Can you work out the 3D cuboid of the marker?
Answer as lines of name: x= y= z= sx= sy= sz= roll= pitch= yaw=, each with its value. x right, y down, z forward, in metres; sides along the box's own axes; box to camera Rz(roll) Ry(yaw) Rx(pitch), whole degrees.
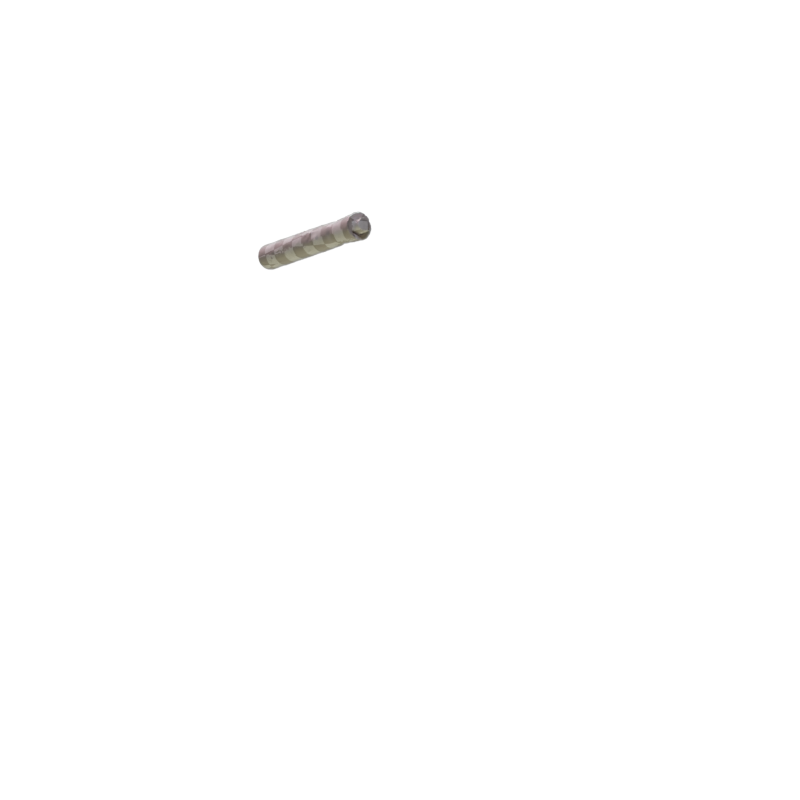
marker: x=-0.059 y=-0.107 z=0.752 sx=0.019 sy=0.020 sz=0.123 roll=-3 pitch=-2 yaw=-36
